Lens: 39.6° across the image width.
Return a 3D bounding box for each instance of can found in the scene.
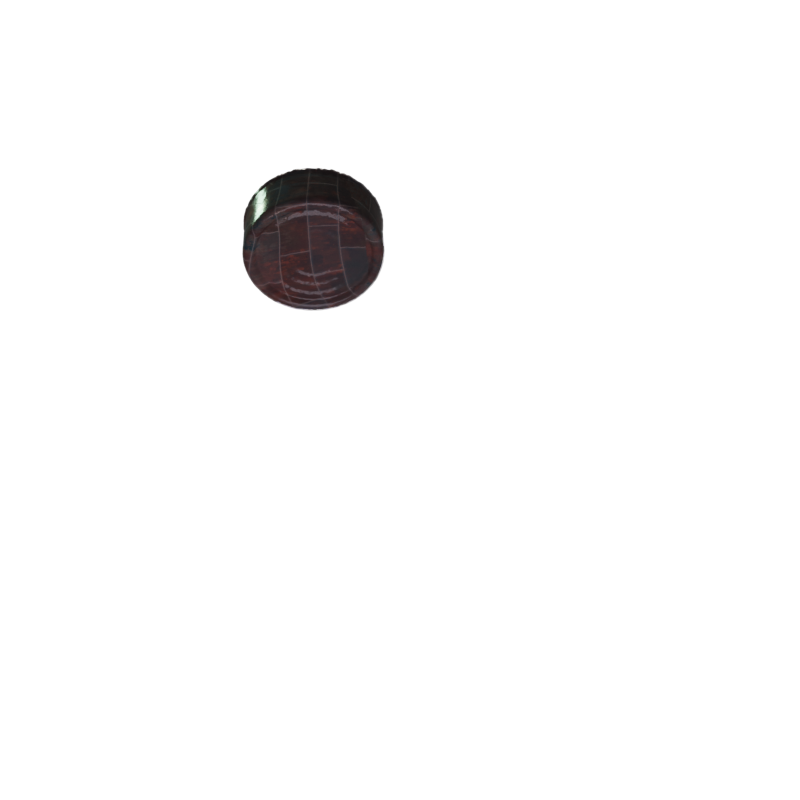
[{"bbox_3d":[-0.052,-0.095,0.666,0.086,0.080,0.036,1,41,-1],"label":"can"}]
